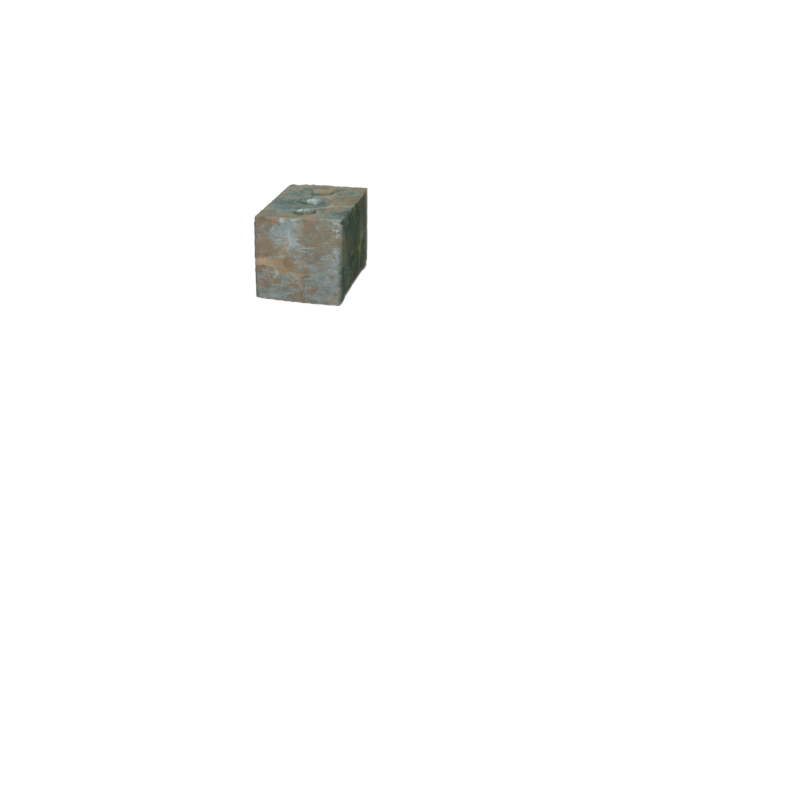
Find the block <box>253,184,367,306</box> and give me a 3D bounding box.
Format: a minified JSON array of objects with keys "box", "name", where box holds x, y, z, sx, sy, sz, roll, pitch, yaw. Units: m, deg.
[{"box":[-0.052,-0.095,0.663,0.054,0.049,0.080,4,23,9],"name":"block"}]
